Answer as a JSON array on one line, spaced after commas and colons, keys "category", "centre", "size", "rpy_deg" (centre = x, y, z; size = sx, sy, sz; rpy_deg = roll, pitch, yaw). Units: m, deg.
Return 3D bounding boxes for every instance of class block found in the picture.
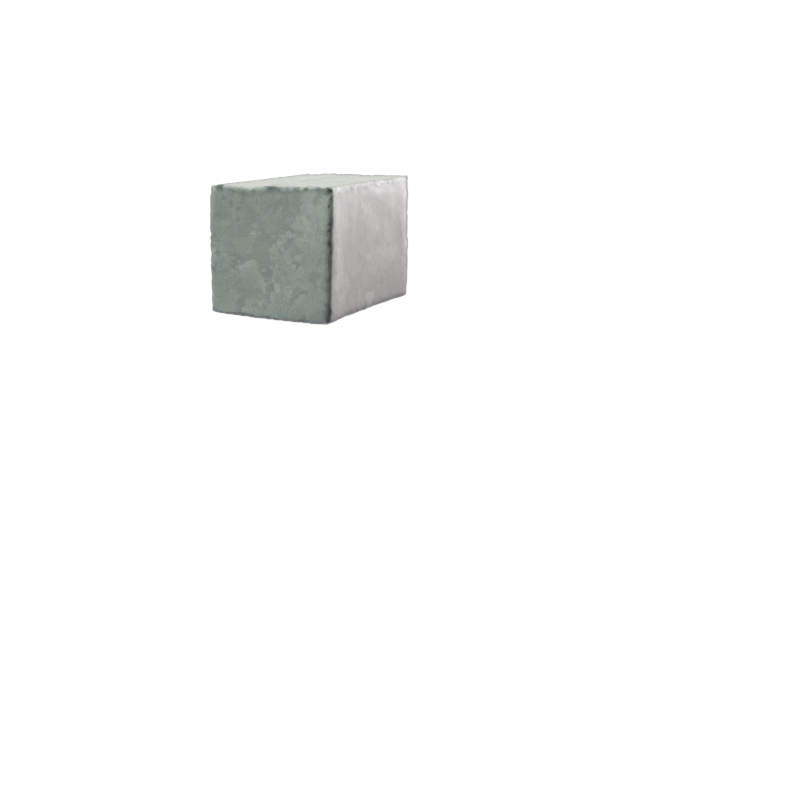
[{"category": "block", "centre": [-0.035, -0.064, 0.446], "size": [0.054, 0.050, 0.077], "rpy_deg": [5, 13, 23]}]
